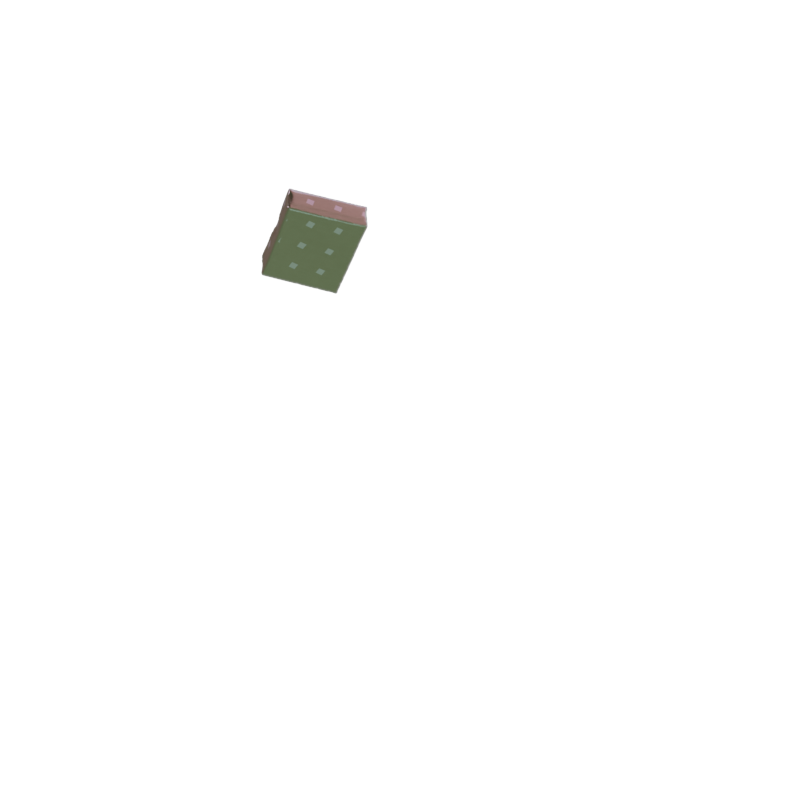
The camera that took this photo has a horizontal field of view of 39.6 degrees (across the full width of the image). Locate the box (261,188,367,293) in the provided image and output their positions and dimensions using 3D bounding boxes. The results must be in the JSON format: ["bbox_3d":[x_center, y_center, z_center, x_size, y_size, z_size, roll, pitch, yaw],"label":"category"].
[{"bbox_3d":[-0.078,-0.142,0.992,0.071,0.032,0.085,13,-45,-14],"label":"box"}]
